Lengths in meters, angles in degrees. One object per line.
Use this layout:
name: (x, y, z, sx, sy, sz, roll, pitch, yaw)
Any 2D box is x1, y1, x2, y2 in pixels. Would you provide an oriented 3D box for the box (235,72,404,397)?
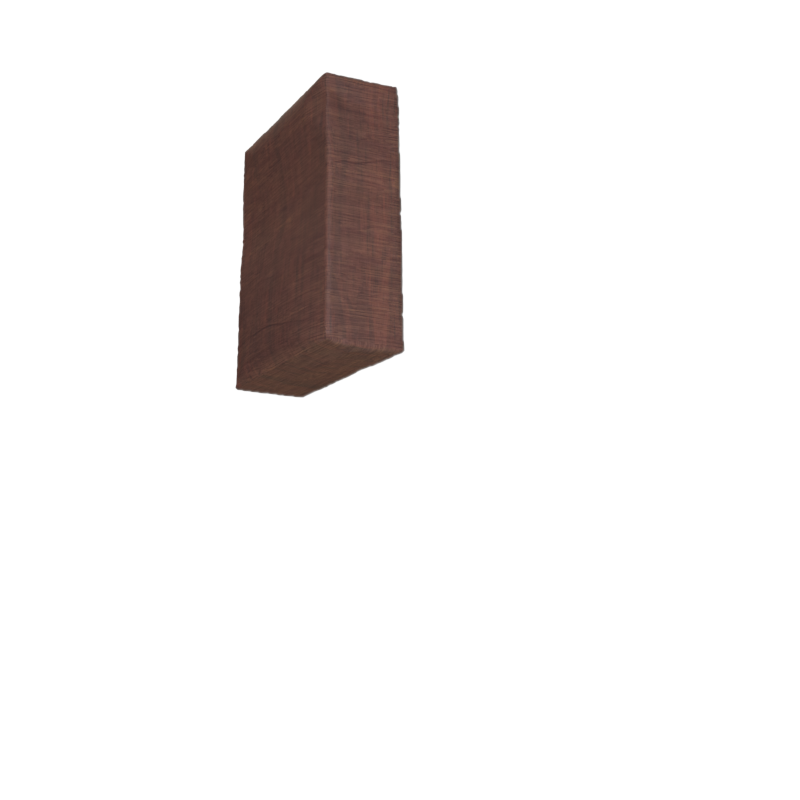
box: (-0.068, -0.124, 0.869, 0.069, 0.223, 0.164, 9, -20, -29)
